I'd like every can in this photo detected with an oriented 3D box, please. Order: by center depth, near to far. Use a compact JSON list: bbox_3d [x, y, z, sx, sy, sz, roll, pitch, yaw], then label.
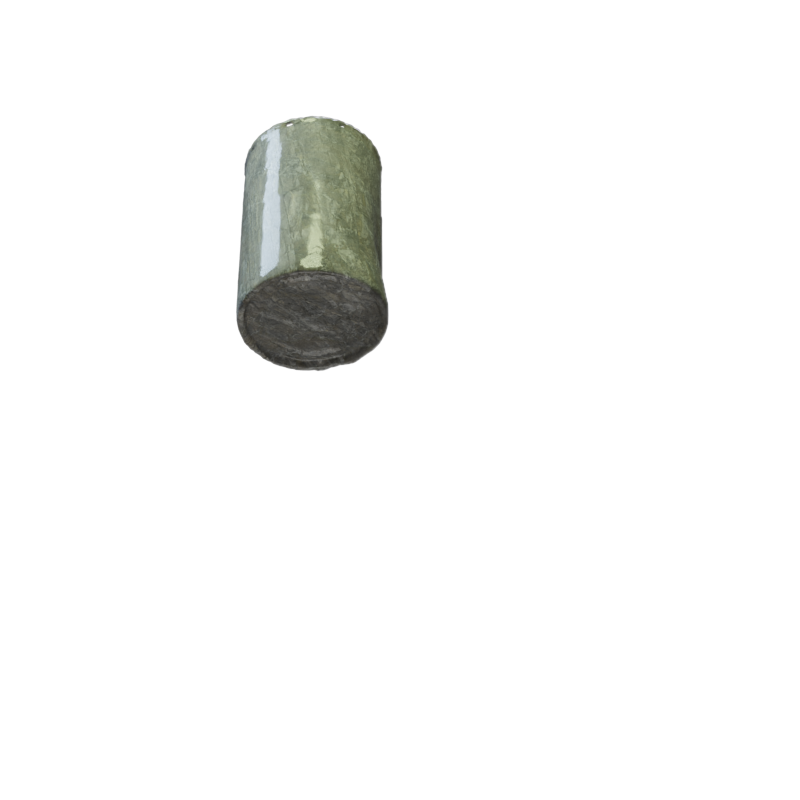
[{"bbox_3d":[-0.040,-0.073,0.511,0.068,0.110,0.064,-1,-42,-3],"label":"can"}]
